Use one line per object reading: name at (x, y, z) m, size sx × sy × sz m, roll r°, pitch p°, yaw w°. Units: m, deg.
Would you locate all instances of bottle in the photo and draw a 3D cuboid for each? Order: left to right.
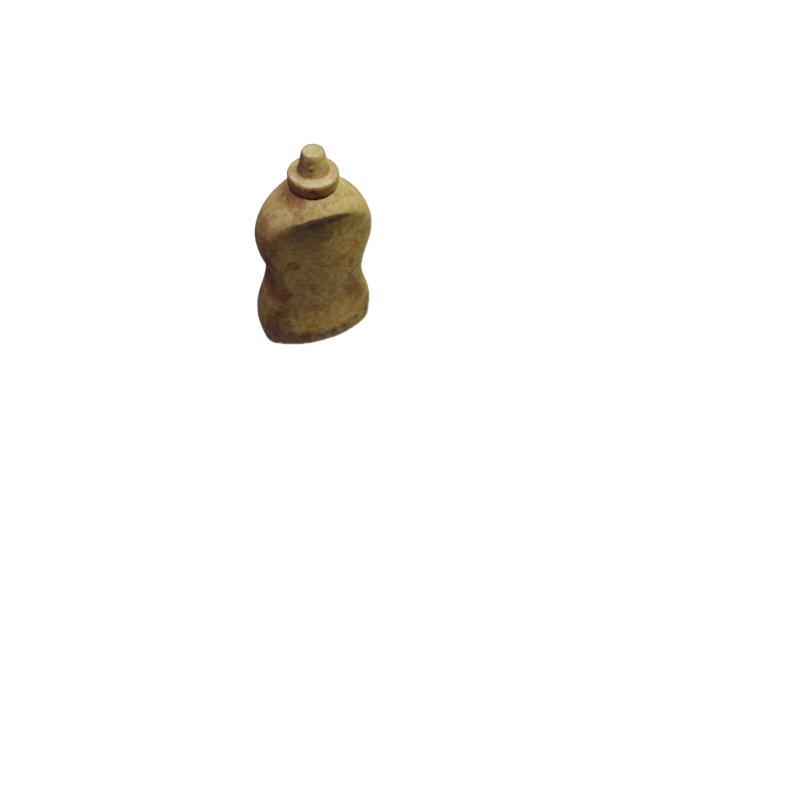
bottle at (-0.072, -0.131, 0.914) m, size 0.095 × 0.063 × 0.179 m, roll -13°, pitch -40°, yaw -15°
